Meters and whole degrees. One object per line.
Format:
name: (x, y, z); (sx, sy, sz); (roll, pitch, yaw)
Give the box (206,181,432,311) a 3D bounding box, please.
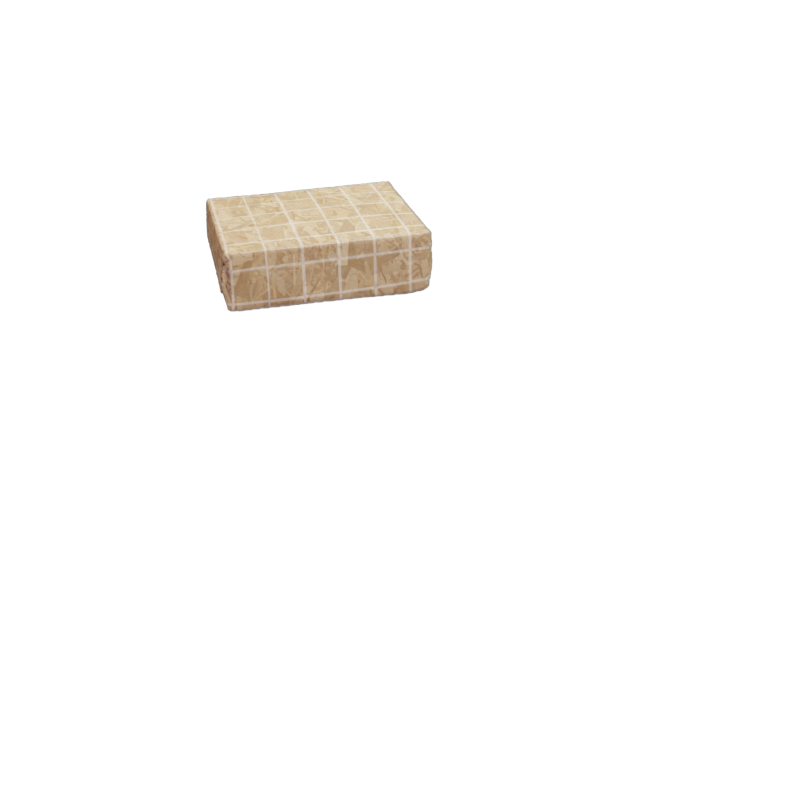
box: (-0.048, -0.088, 0.616); (0.112, 0.037, 0.096); (-6, 28, -11)
